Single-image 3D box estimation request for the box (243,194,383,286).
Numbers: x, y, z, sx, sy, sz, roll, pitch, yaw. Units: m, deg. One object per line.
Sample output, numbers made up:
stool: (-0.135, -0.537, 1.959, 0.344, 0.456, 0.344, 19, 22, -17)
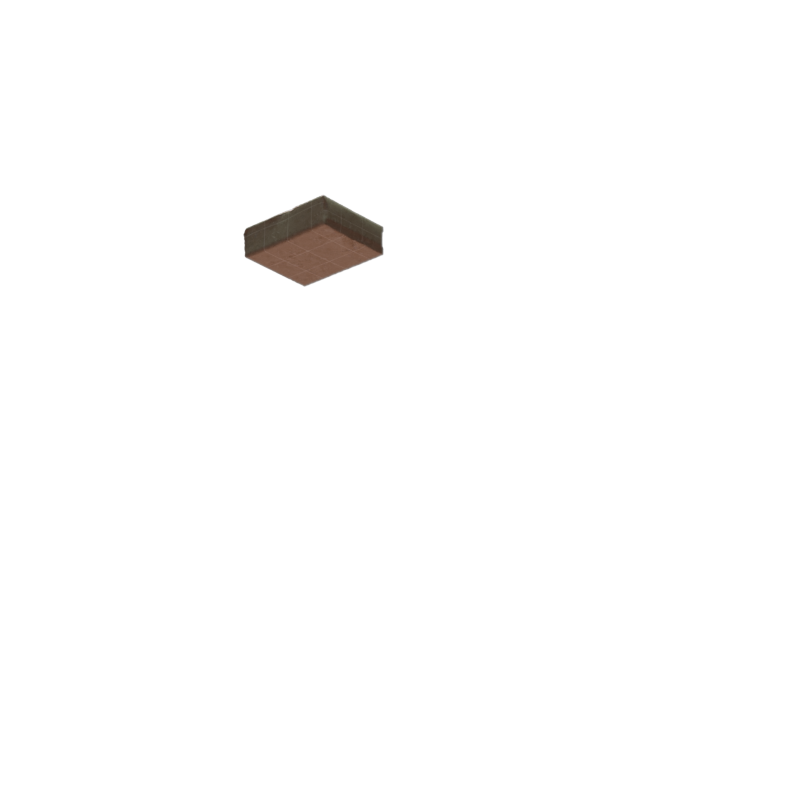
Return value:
box: (-0.070, -0.127, 0.889, 0.090, 0.032, 0.068, -17, -26, 37)
